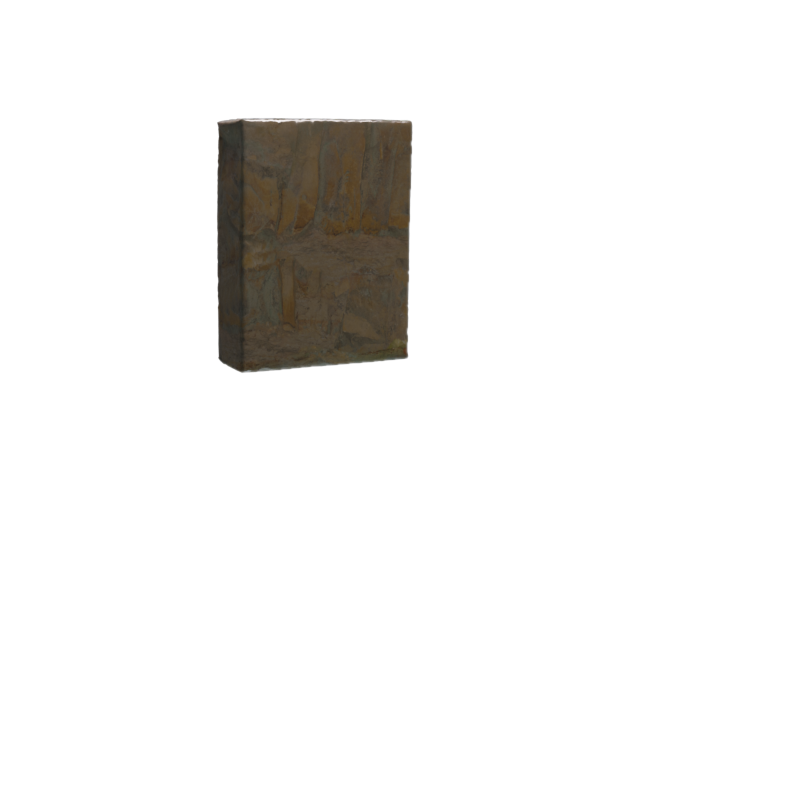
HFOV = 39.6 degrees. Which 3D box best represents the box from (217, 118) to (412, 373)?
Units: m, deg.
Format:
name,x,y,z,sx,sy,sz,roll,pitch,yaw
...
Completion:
name,x,y,z,sx,sy,sz,roll,pitch,yaw
box,-0.076,-0.139,0.974,0.159,0.211,0.075,-4,7,-27
